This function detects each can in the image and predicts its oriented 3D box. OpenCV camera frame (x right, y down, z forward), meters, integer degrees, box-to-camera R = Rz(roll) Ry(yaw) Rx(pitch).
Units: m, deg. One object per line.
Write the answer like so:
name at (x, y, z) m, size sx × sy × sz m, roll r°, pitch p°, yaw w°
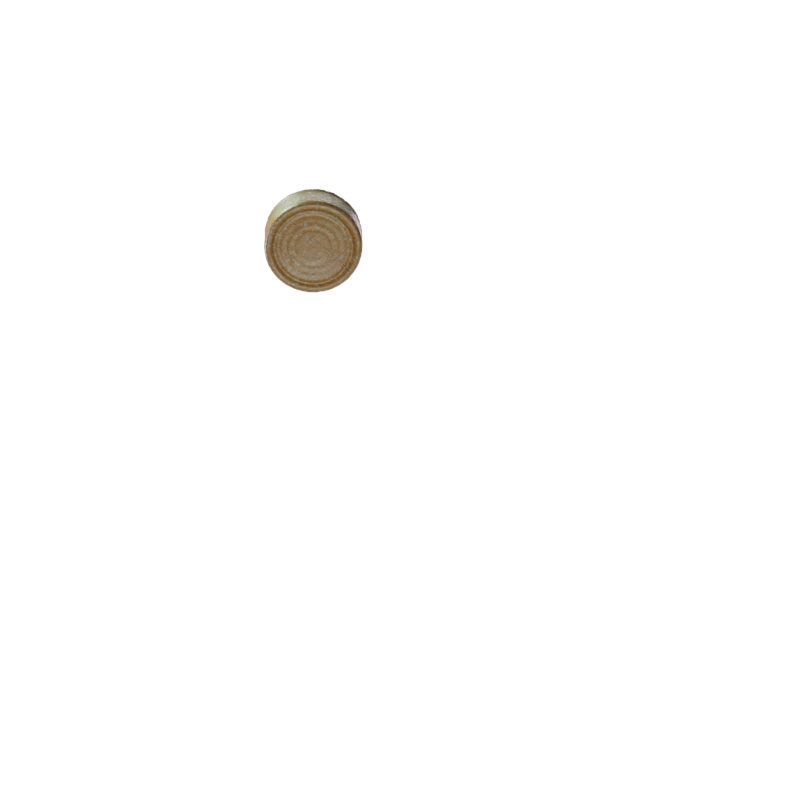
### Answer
can at (-0.075, -0.137, 0.961) m, size 0.086 × 0.082 × 0.035 m, roll 1°, pitch 24°, yaw -1°
